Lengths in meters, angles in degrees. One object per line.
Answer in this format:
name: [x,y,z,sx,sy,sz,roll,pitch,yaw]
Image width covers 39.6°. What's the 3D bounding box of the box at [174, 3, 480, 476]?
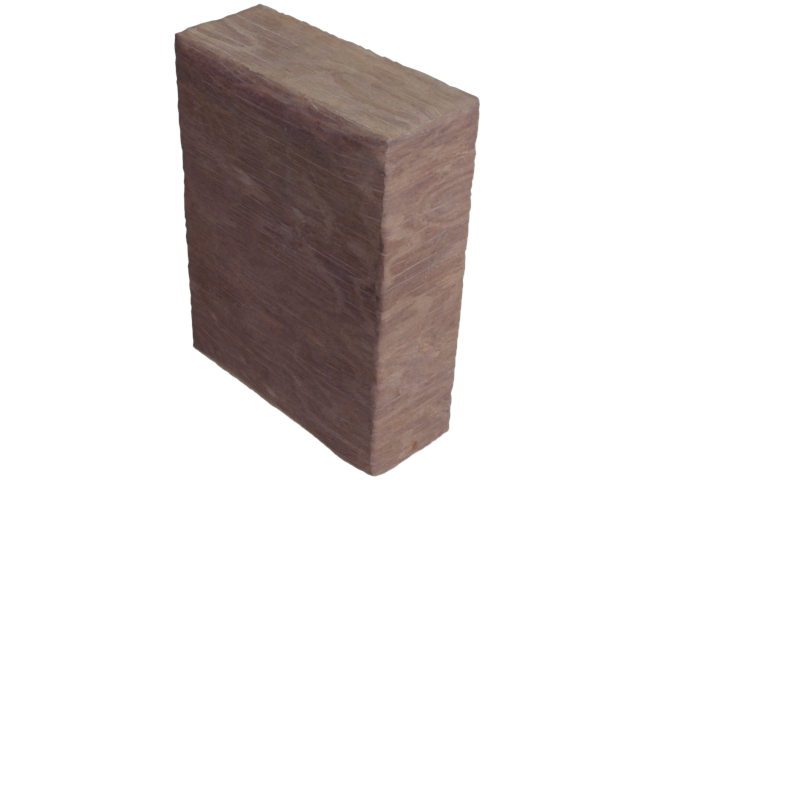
box: [-0.048,-0.087,0.608,0.072,0.200,0.175,-28,46,-35]
